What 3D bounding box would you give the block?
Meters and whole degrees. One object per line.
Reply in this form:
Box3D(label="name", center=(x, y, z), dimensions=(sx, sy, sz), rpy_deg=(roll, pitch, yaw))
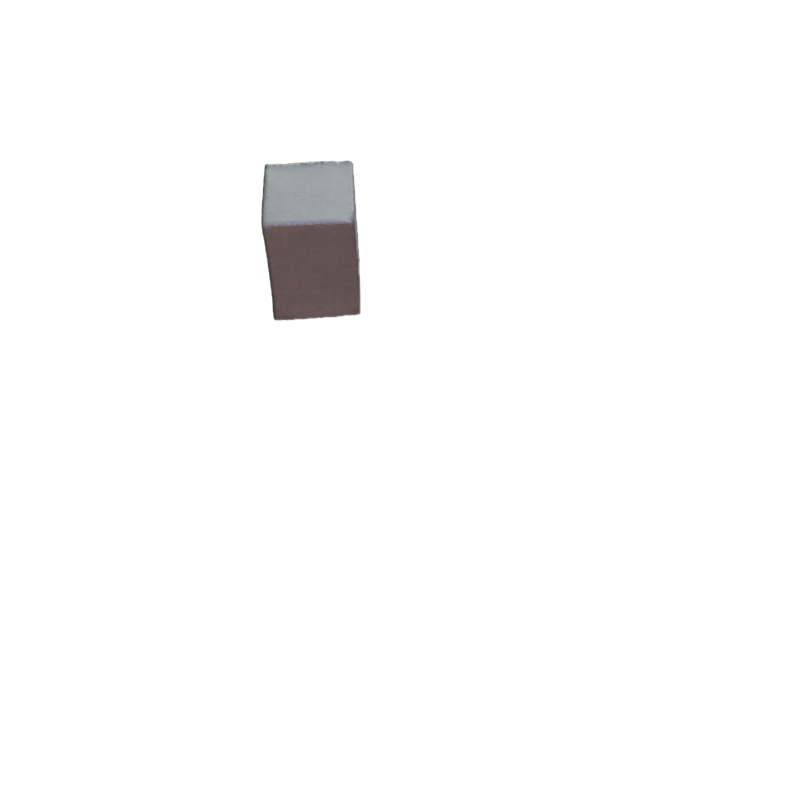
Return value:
Box3D(label="block", center=(-0.050, -0.091, 0.638), dimensions=(0.053, 0.055, 0.072), rpy_deg=(-2, -43, 0))
